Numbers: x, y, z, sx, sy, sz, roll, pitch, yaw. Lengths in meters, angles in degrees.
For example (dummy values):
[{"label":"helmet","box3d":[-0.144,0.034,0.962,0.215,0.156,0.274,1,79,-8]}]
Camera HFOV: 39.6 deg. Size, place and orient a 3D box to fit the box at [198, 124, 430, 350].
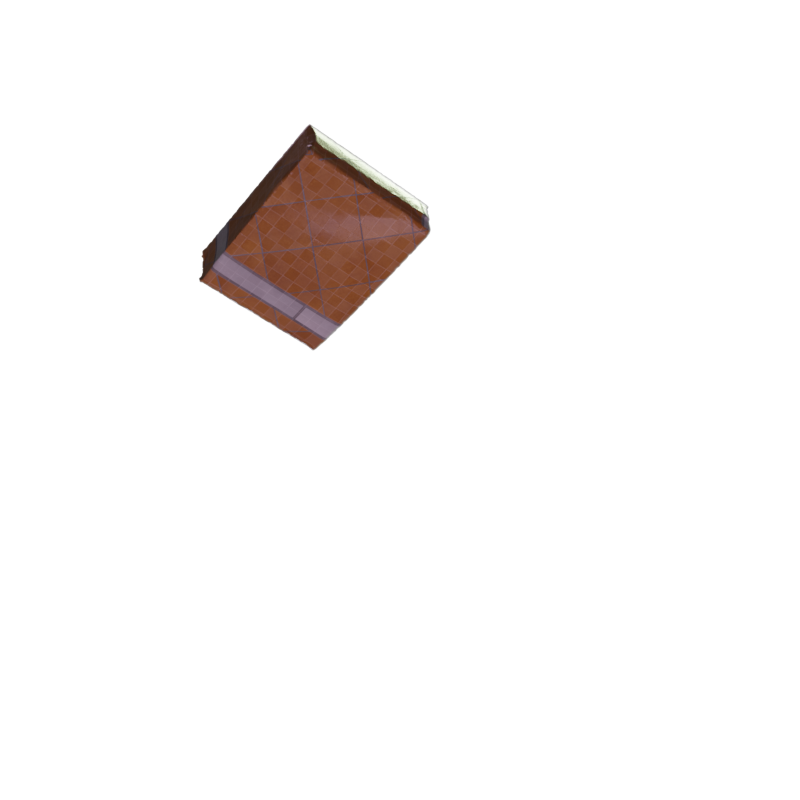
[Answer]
[{"label":"box","box3d":[-0.051,-0.094,0.656,0.086,0.111,0.041,34,26,-20]}]
